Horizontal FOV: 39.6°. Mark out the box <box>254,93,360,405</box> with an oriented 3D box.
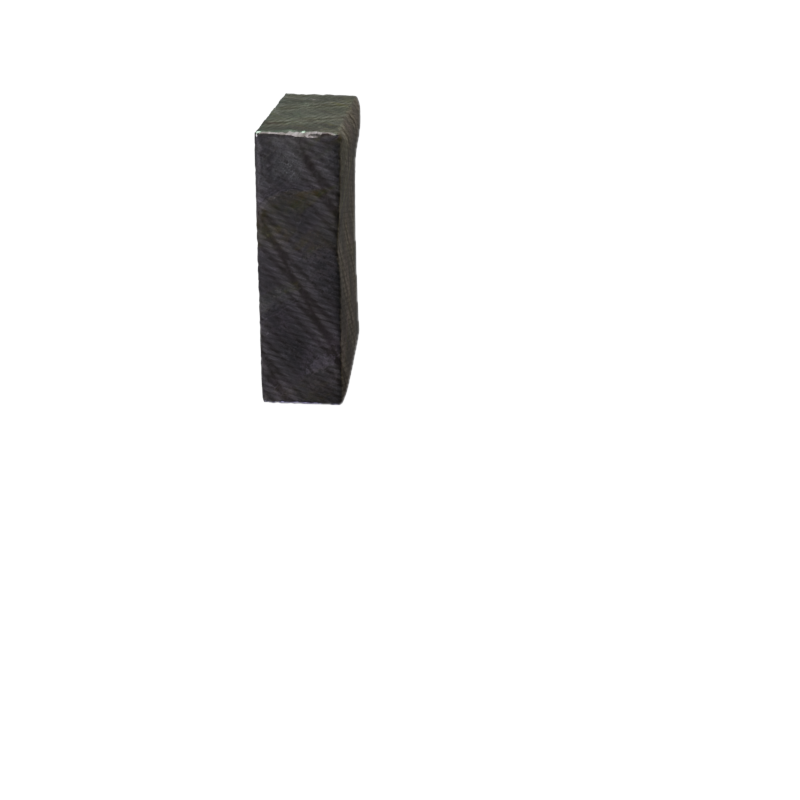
[{"bbox_3d":[-0.070,-0.127,0.891,0.072,0.205,0.171,2,21,2],"label":"box"}]
